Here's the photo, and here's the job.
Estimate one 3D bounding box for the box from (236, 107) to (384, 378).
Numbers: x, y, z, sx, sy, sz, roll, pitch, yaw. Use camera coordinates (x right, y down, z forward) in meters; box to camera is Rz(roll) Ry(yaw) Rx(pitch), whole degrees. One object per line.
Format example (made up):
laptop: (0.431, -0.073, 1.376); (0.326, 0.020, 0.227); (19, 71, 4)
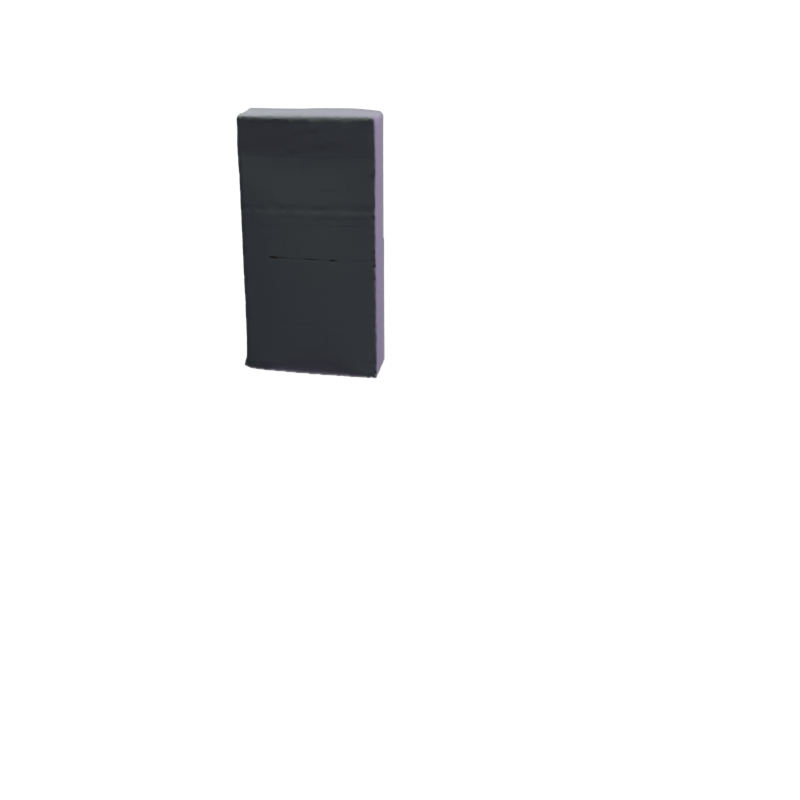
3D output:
box: (-0.058, -0.106, 0.742); (0.095, 0.171, 0.049); (4, 14, 11)
